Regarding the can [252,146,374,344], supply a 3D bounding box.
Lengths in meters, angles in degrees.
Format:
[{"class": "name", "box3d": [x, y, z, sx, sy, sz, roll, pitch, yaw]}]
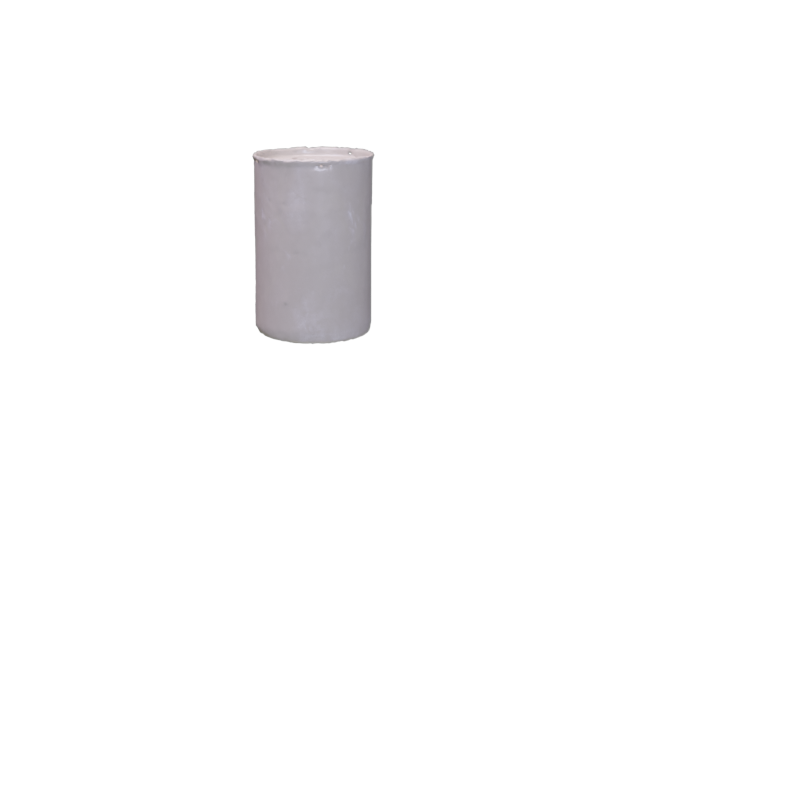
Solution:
[{"class": "can", "box3d": [-0.049, -0.090, 0.629, 0.068, 0.099, 0.071, 0, 14, -2]}]
